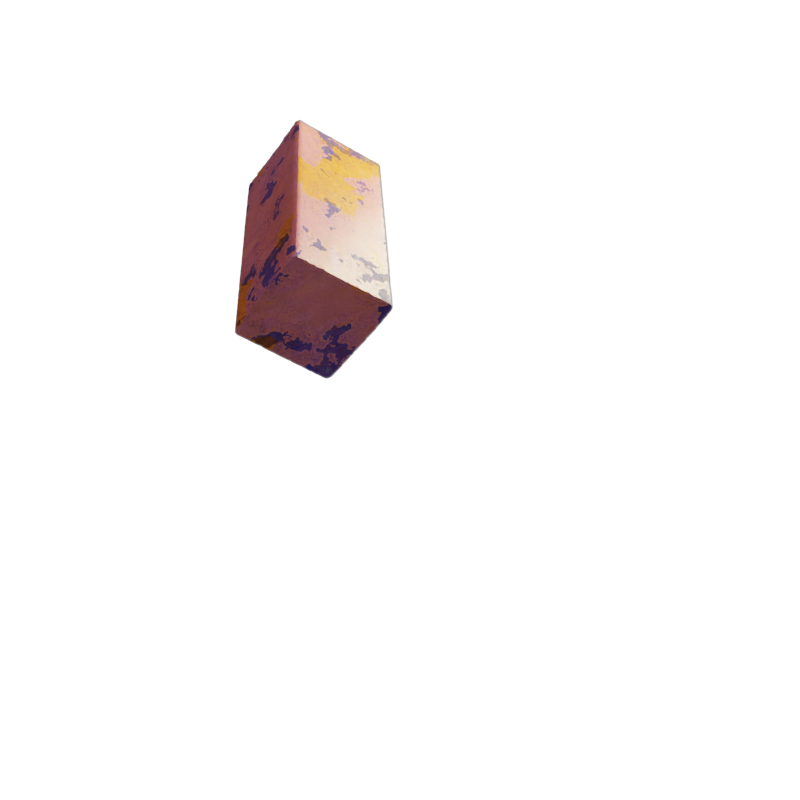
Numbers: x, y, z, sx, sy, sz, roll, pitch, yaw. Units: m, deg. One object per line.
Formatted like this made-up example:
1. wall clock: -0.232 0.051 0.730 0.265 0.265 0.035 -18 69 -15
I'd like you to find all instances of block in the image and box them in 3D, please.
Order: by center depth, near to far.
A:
1. block: -0.072 -0.130 0.916 0.087 0.088 0.221 27 33 -23
